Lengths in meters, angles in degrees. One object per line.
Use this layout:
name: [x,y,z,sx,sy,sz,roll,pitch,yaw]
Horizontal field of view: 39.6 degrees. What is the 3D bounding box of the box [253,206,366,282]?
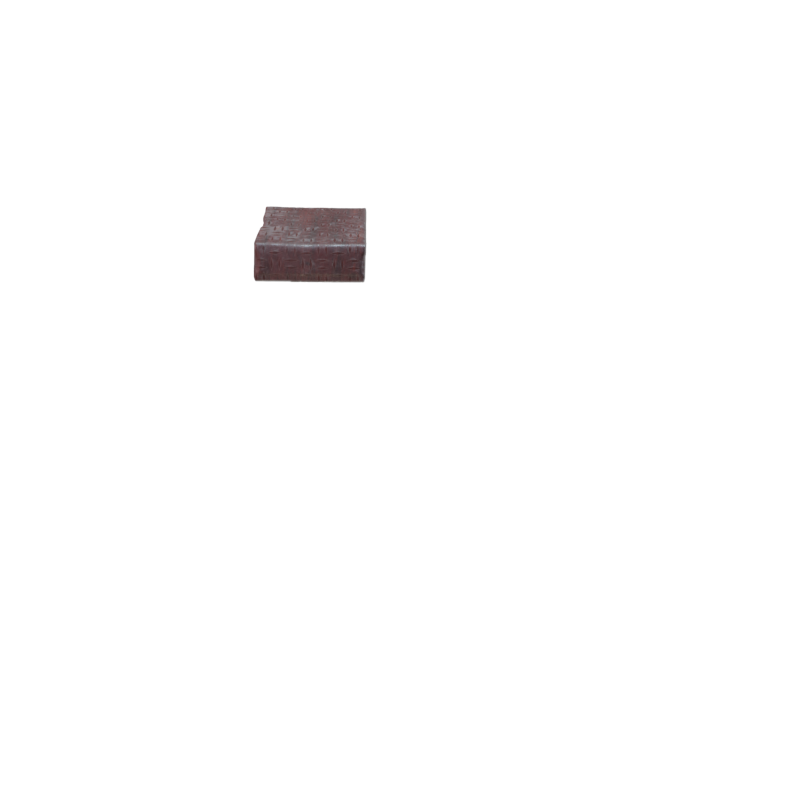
box: [-0.059,-0.108,0.759,0.073,0.029,0.093,1,25,1]
